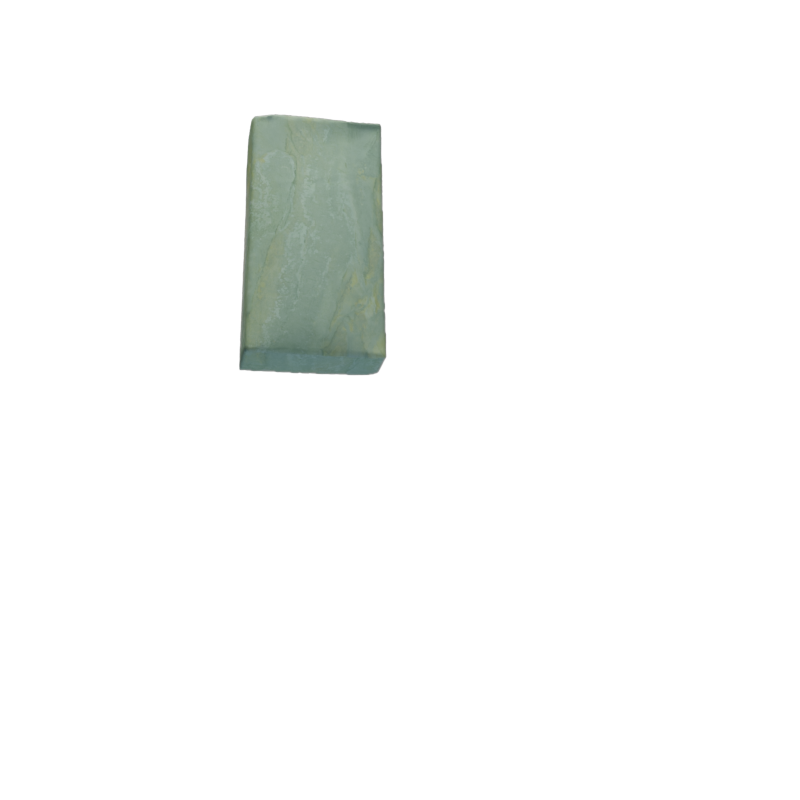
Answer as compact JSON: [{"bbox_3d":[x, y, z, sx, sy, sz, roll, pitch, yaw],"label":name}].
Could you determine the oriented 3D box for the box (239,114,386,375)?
[{"bbox_3d":[-0.059,-0.107,0.746,0.092,0.186,0.046,2,-23,-9],"label":"box"}]
